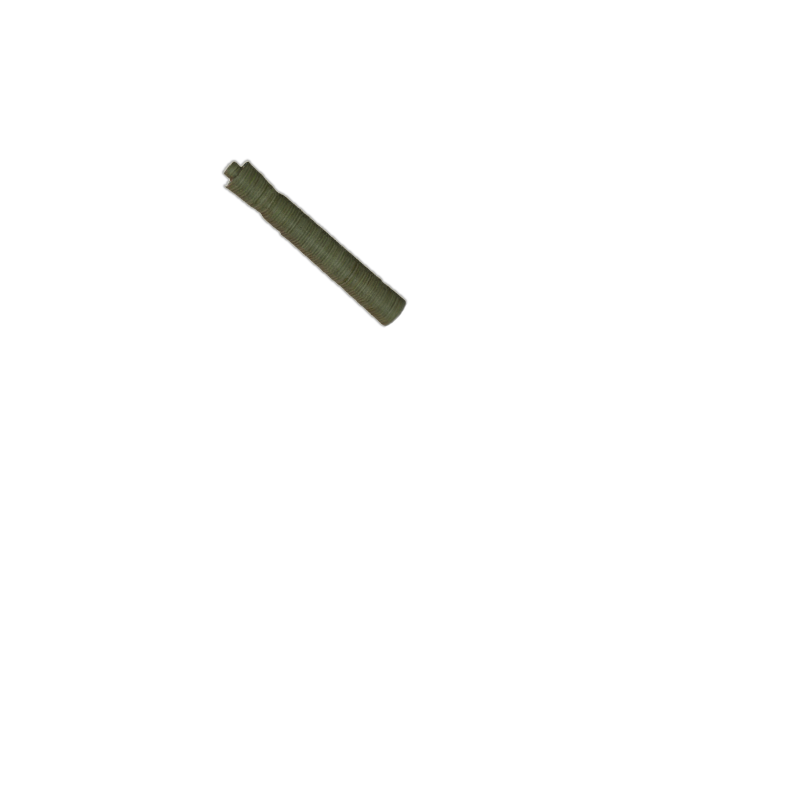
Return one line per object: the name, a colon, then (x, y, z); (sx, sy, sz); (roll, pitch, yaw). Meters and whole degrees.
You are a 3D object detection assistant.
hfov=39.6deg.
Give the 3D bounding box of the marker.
marker: (-0.046, -0.085, 0.592); (0.118, 0.020, 0.020); (41, -7, -11)
